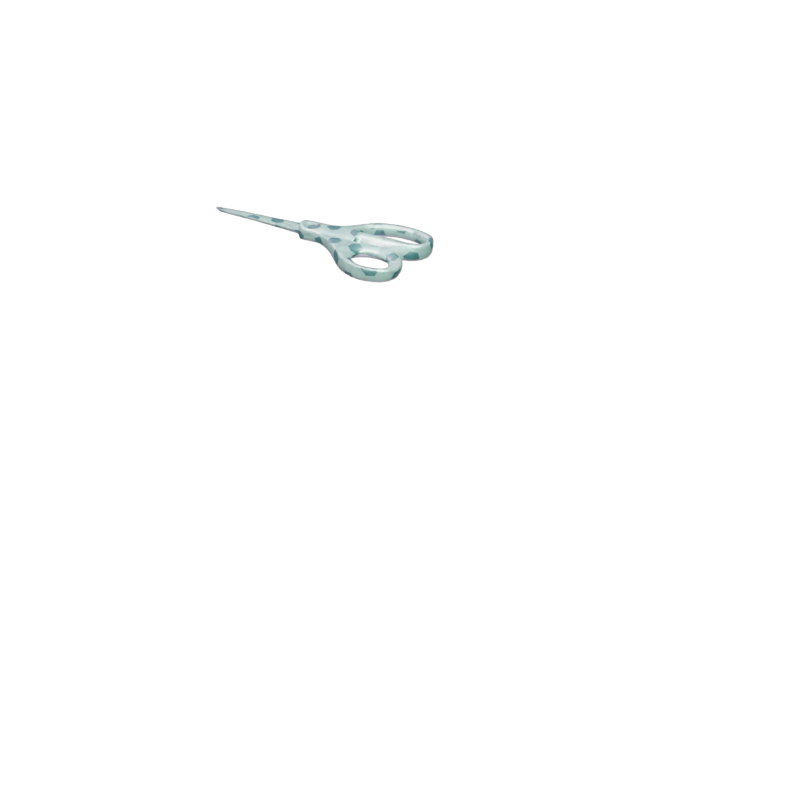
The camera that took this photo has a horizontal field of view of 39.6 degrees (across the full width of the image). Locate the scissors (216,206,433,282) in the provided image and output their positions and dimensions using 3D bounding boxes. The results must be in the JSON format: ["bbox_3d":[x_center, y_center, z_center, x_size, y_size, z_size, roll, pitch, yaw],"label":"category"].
[{"bbox_3d":[-0.074,-0.135,0.947,0.205,0.015,0.100,7,33,11],"label":"scissors"}]
